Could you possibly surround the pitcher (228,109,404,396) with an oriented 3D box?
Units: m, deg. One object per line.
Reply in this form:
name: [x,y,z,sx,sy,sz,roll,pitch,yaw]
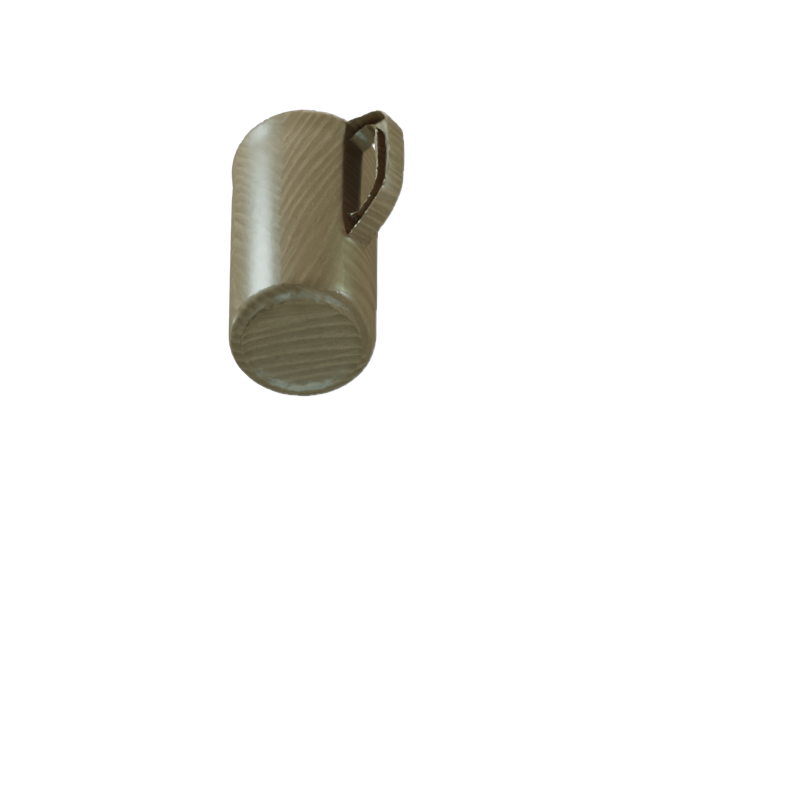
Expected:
pitcher: [-0.070,-0.127,0.890,0.144,0.139,0.260,1,40,-4]
